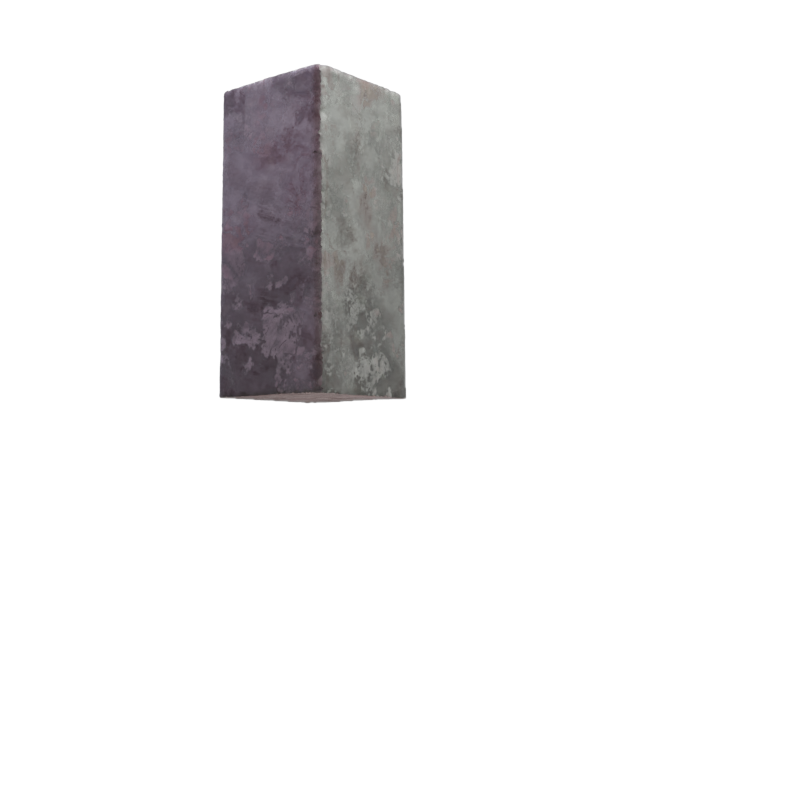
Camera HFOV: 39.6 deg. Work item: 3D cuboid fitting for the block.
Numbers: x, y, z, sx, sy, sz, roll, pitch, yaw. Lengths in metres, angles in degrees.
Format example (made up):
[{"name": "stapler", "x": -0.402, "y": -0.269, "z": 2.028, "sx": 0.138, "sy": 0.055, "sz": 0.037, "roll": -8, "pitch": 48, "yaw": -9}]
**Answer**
[{"name": "block", "x": -0.057, "y": -0.105, "z": 0.735, "sx": 0.093, "sy": 0.211, "sz": 0.086, "roll": -8, "pitch": -12, "yaw": 38}]
